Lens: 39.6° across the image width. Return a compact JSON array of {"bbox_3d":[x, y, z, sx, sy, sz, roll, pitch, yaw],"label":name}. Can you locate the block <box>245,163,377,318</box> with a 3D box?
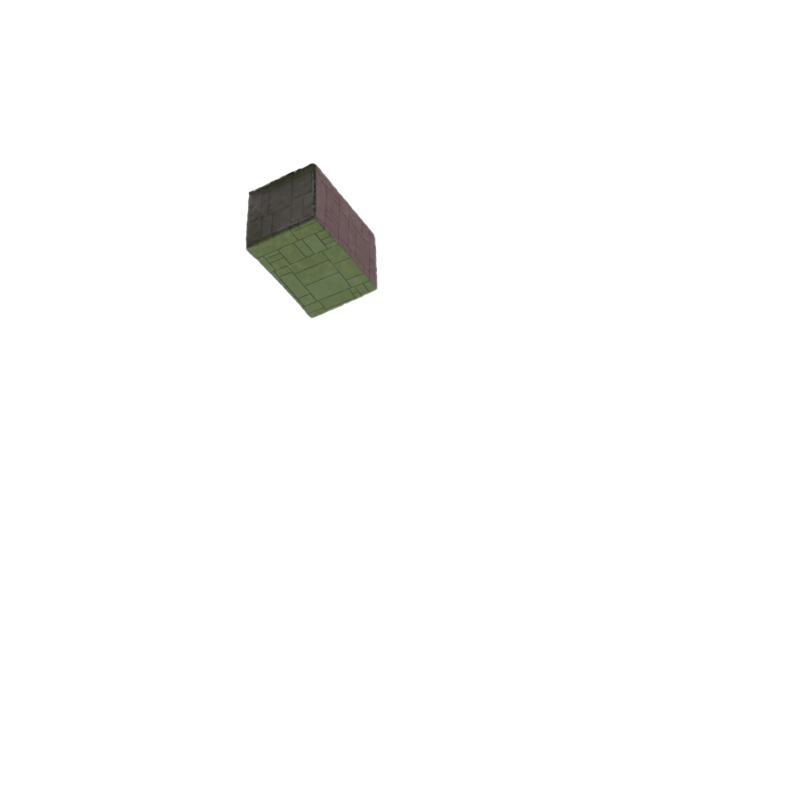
[{"bbox_3d":[-0.055,-0.101,0.707,0.053,0.055,0.072,-22,-45,21],"label":"block"}]
